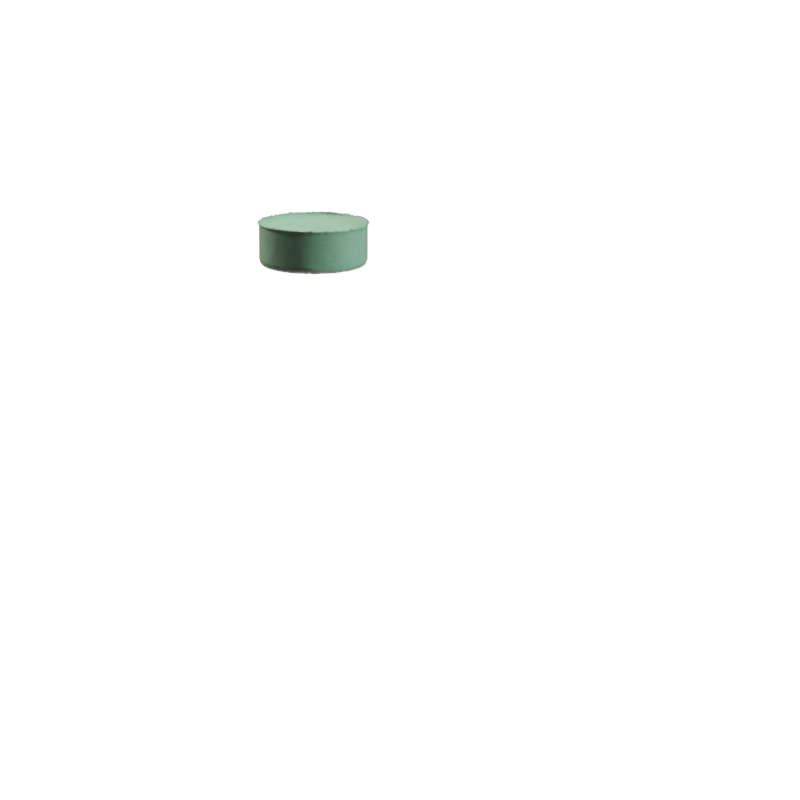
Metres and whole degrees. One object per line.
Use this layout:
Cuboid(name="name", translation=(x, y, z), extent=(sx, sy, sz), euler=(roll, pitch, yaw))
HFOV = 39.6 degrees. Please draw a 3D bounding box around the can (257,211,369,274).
Cuboid(name="can", translation=(-0.067, -0.123, 0.861), extent=(0.086, 0.032, 0.089), euler=(-1, 18, -2))
